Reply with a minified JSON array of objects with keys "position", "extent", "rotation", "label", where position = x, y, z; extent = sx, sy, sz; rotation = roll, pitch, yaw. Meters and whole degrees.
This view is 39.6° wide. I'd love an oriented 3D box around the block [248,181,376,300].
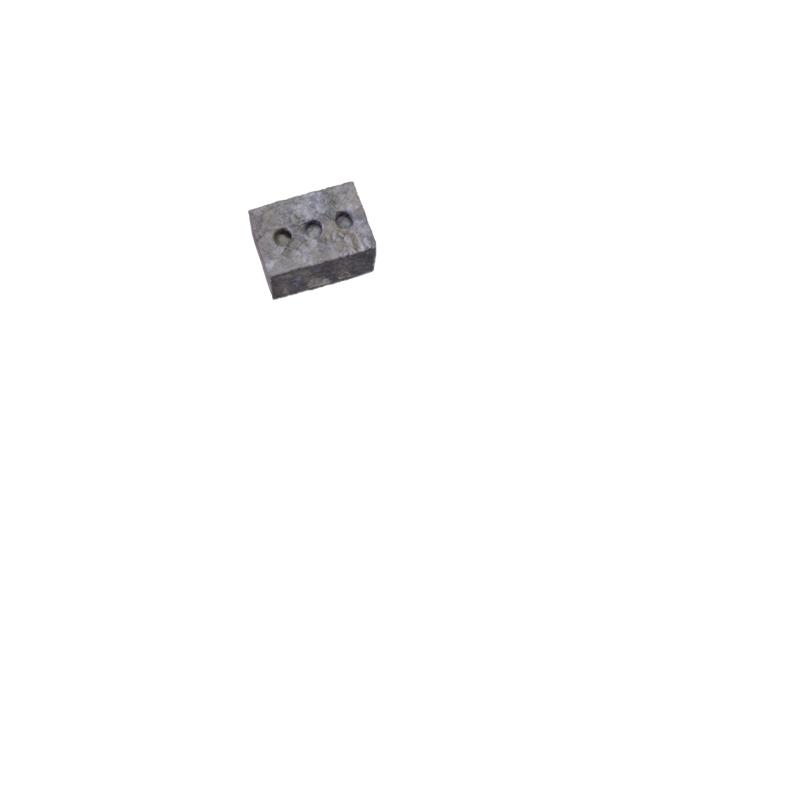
[{"position":[-0.060,-0.110,0.769],"extent":[0.078,0.055,0.049],"rotation":[-17,-17,-7],"label":"block"}]
